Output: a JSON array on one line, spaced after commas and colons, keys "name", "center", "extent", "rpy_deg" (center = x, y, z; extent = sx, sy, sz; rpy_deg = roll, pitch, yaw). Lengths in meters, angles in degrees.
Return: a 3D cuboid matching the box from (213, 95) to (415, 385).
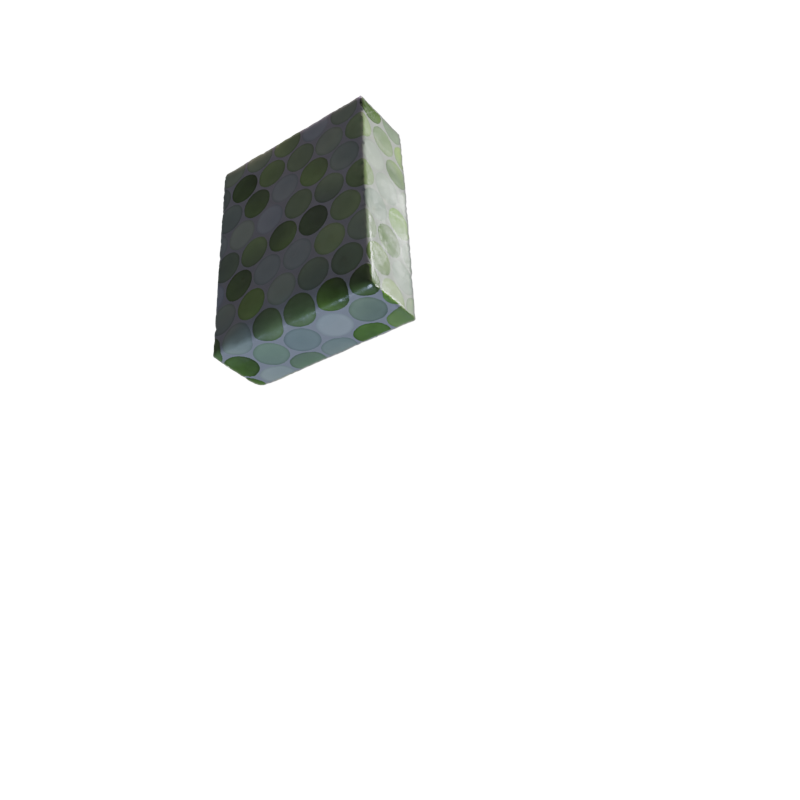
[{"name": "box", "center": [-0.075, -0.137, 0.963], "extent": [0.165, 0.229, 0.067], "rpy_deg": [-25, -43, 26]}]
